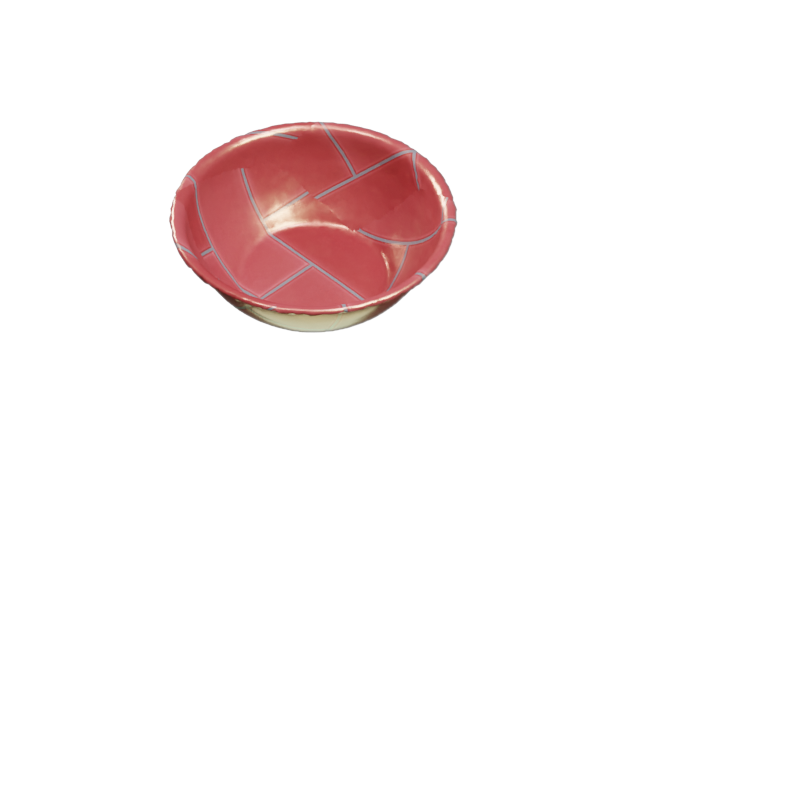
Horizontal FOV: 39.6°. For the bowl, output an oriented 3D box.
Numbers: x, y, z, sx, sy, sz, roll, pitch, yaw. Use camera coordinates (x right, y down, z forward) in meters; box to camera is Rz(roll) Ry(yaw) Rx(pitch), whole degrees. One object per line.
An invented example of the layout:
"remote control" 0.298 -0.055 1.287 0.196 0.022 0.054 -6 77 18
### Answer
"bowl" -0.050 -0.092 0.644 0.162 0.174 0.051 -1 -43 -1
